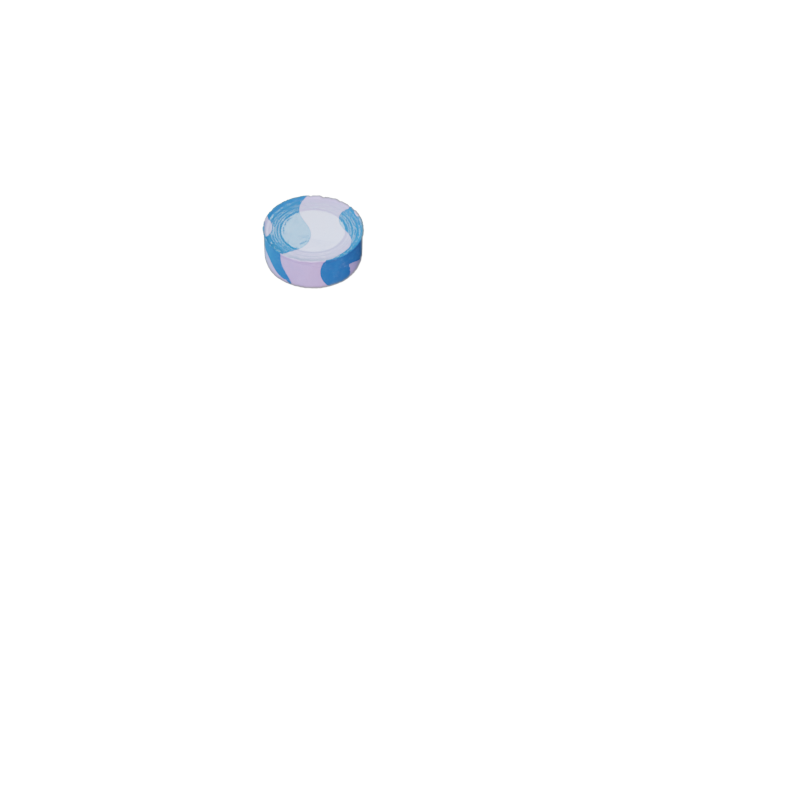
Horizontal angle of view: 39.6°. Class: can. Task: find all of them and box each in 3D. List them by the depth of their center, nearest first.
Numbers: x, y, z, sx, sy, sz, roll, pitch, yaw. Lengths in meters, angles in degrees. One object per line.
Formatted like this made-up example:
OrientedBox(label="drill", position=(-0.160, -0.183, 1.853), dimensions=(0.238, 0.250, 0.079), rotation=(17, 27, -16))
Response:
OrientedBox(label="can", position=(-0.074, -0.135, 0.948), dimensions=(0.086, 0.092, 0.031), rotation=(-1, -44, -1))
